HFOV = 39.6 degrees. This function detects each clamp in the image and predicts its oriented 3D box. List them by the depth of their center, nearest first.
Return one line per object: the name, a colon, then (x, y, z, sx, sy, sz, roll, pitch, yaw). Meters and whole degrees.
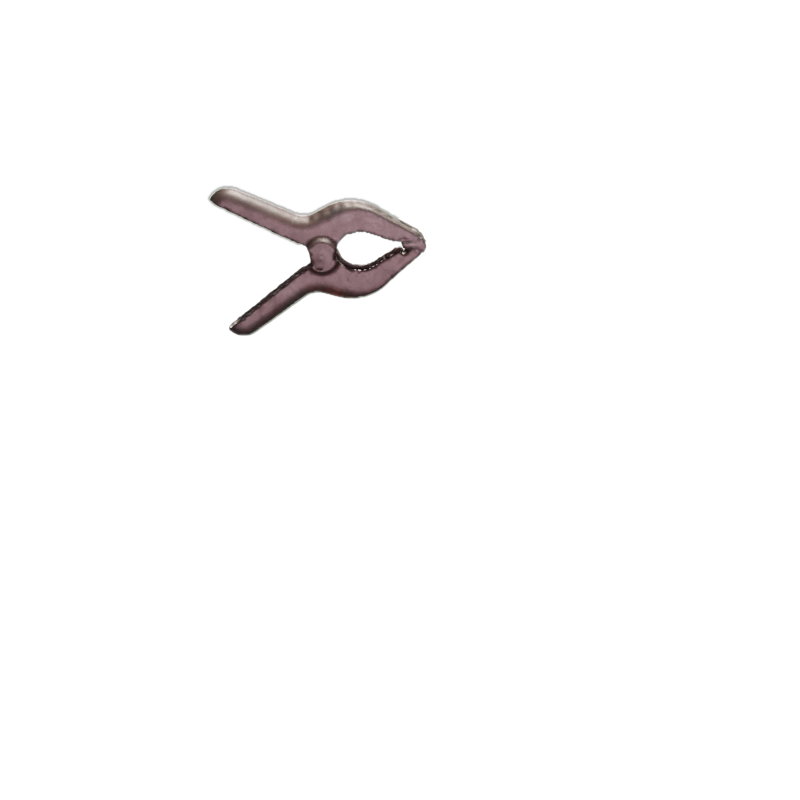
clamp: (-0.069, -0.125, 0.878, 0.172, 0.115, 0.041, -15, 18, 5)
